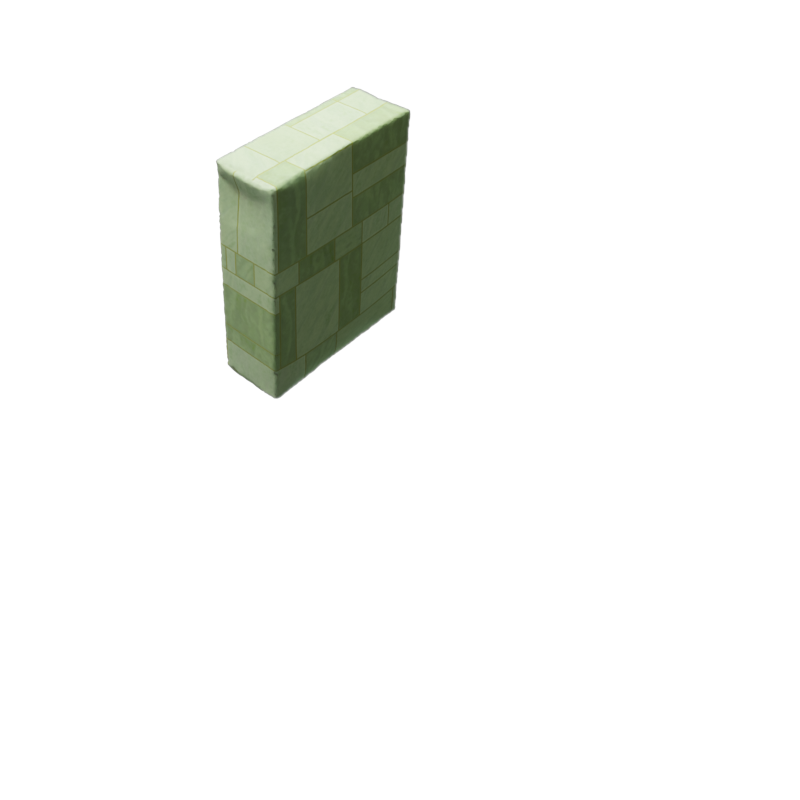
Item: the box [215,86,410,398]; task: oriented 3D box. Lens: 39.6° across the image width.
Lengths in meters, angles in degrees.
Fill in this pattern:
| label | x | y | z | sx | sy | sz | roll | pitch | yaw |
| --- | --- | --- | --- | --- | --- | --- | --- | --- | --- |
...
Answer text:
| label | x | y | z | sx | sy | sz | roll | pitch | yaw |
| --- | --- | --- | --- | --- | --- | --- | --- | --- | --- |
| box | -0.073 | -0.133 | 0.928 | 0.076 | 0.199 | 0.166 | 29 | 47 | 28 |
